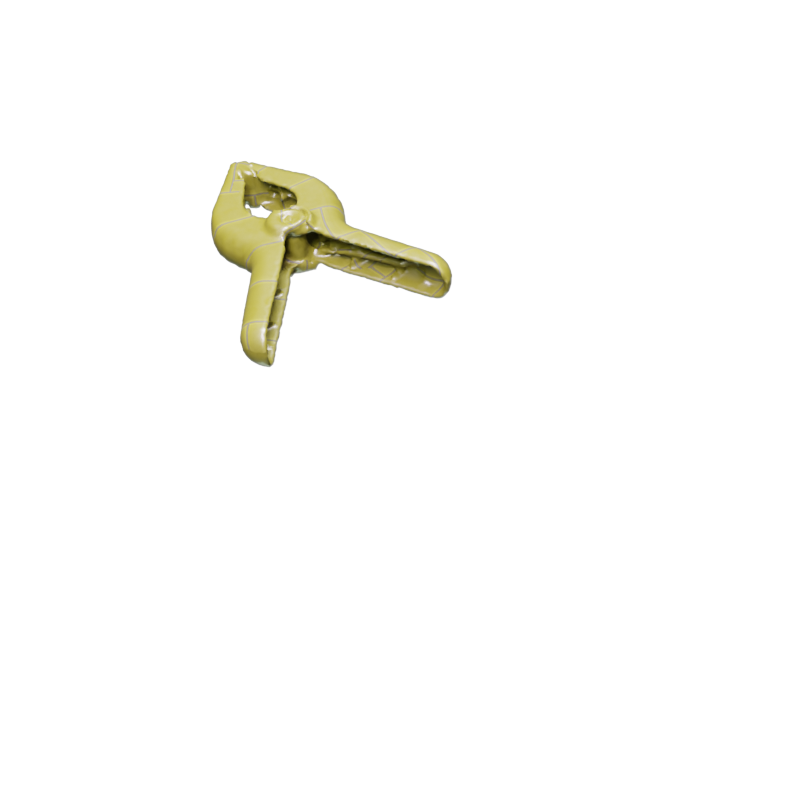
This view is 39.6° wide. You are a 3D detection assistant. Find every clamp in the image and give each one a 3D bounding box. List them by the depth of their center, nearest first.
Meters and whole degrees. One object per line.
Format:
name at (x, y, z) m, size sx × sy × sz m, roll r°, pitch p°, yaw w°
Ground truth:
clamp at (-0.050, -0.091, 0.638) m, size 0.119 × 0.037 × 0.186 m, roll -12°, pitch 43°, yaw -14°
